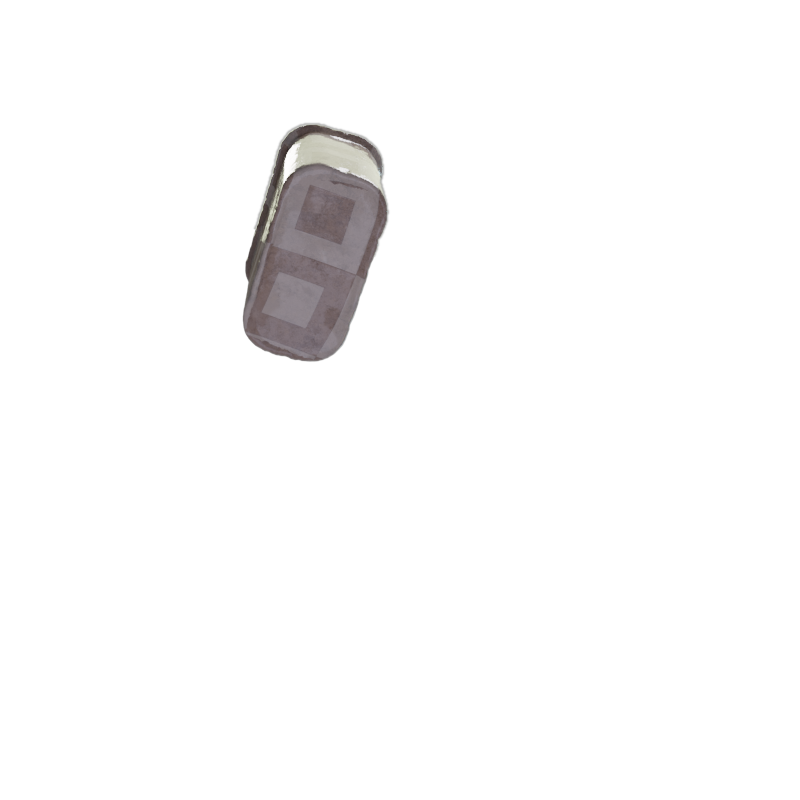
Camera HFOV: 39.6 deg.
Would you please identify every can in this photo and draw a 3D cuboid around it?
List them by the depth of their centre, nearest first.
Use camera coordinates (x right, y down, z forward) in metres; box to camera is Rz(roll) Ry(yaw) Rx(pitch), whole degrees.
[{"bbox_3d":[-0.044,-0.080,0.558,0.057,0.099,0.088,16,19,-9],"label":"can"}]
